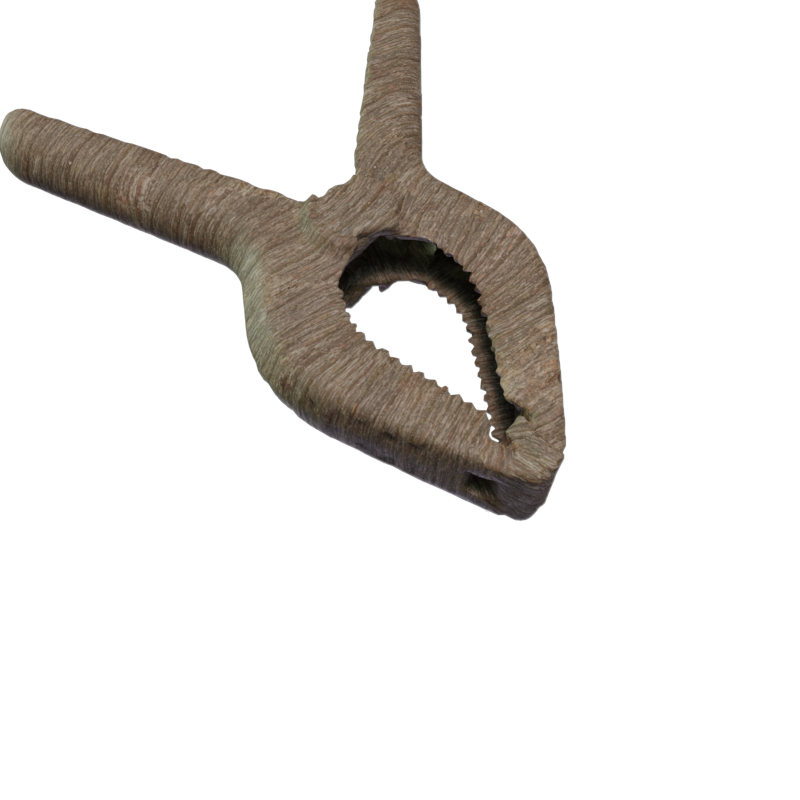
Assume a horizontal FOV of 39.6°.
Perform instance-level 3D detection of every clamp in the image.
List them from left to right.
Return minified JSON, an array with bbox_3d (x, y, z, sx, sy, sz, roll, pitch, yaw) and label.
[{"bbox_3d":[-0.028,-0.051,0.354,0.163,0.226,0.034,-21,-32,-14],"label":"clamp"}]
